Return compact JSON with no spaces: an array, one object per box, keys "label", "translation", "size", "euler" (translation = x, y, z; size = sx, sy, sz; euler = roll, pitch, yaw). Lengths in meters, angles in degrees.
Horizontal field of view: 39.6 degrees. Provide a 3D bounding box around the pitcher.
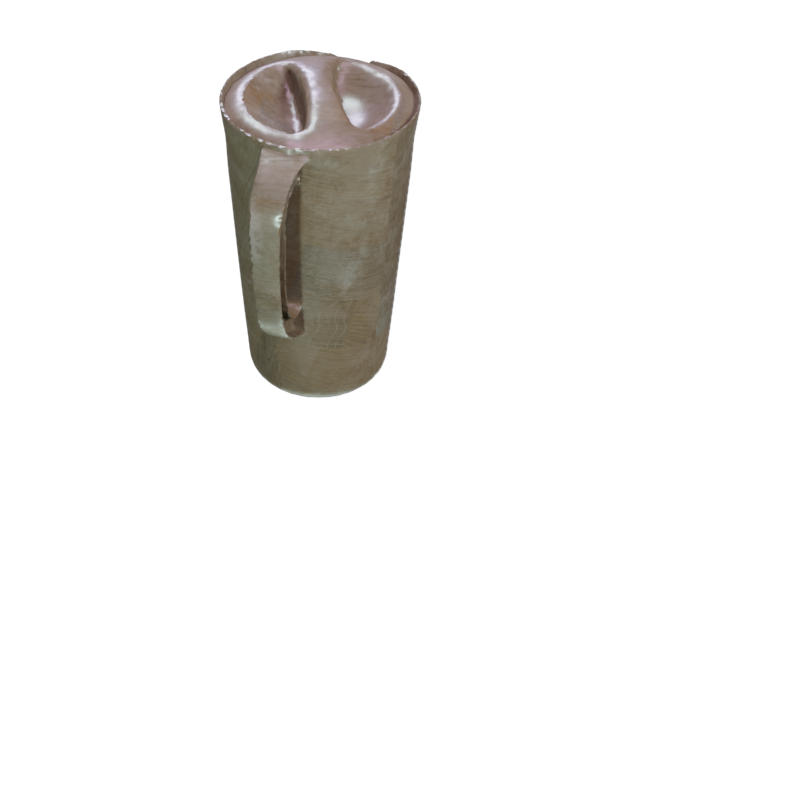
[{"label":"pitcher","translation":[-0.062,-0.113,0.794],"size":[0.147,0.227,0.157],"euler":[-19,45,-23]}]
